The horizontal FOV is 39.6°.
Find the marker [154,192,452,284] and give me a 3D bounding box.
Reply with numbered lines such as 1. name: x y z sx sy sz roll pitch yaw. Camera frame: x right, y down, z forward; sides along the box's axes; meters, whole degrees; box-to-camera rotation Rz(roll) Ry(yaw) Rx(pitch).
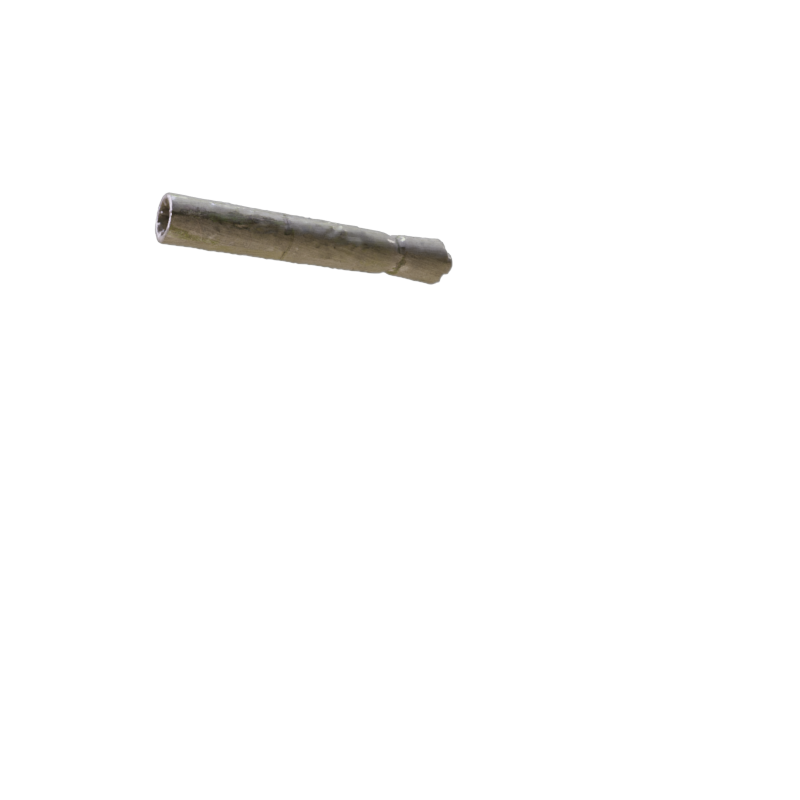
1. marker: -0.033 -0.060 0.424 0.116 0.020 0.020 6 1 -25
